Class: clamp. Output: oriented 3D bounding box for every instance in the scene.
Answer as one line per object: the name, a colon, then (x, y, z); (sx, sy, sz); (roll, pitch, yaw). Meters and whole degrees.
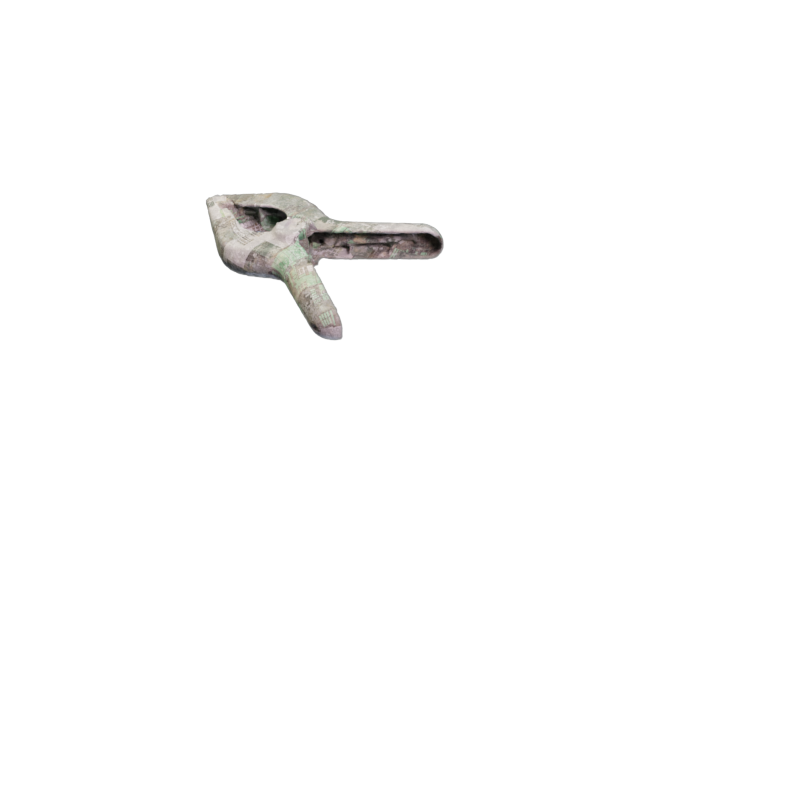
clamp: (-0.059, -0.108, 0.757); (0.120, 0.037, 0.184); (-29, 46, -32)
